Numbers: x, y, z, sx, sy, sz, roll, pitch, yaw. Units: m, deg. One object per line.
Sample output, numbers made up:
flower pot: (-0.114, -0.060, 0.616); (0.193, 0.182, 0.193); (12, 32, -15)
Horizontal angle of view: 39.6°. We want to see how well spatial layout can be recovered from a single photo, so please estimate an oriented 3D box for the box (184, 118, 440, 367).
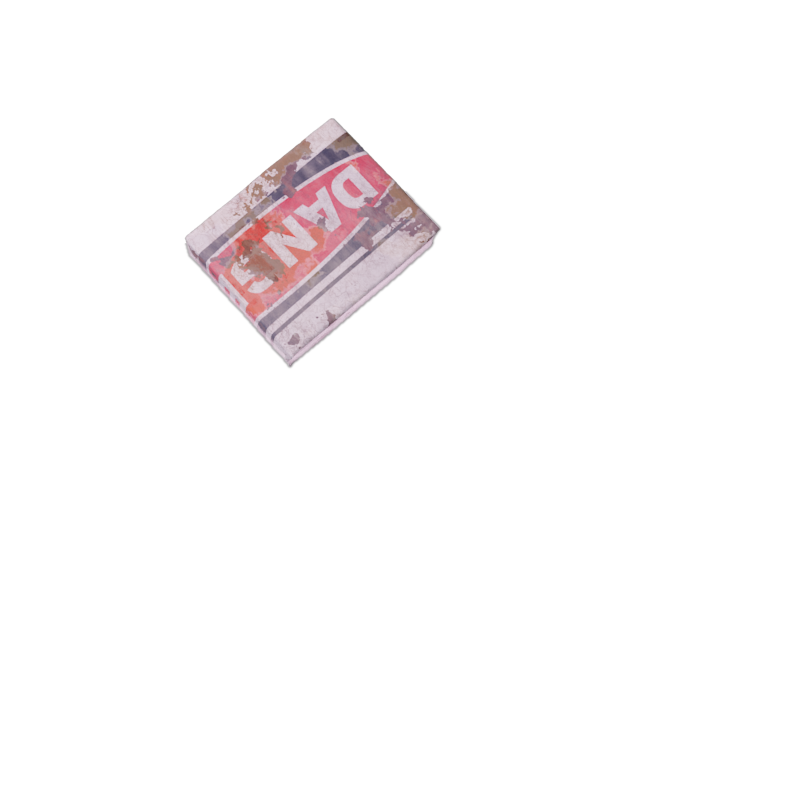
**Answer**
box: (-0.049, -0.089, 0.620); (0.114, 0.093, 0.037); (-42, -11, -11)
